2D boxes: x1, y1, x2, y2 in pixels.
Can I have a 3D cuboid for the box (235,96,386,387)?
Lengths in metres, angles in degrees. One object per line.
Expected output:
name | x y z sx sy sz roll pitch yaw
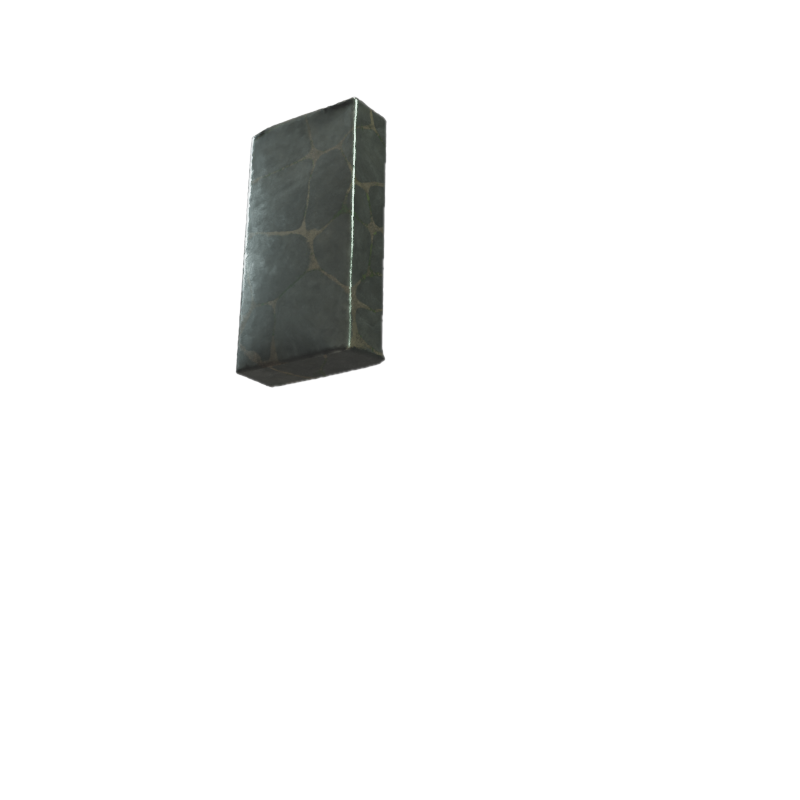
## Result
box | -0.057 -0.104 0.727 0.095 0.185 0.045 -15 -25 32
